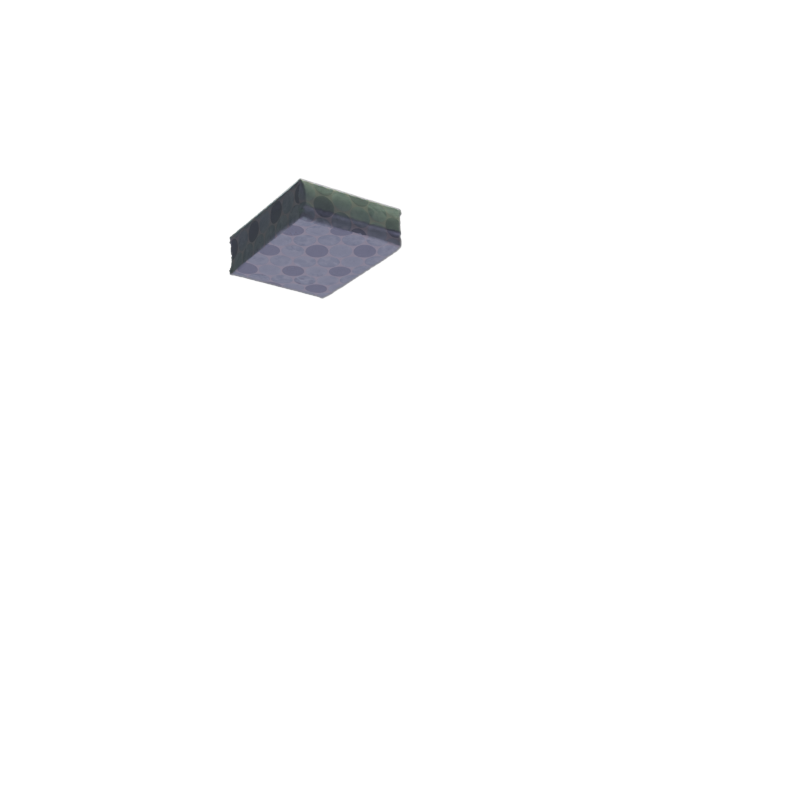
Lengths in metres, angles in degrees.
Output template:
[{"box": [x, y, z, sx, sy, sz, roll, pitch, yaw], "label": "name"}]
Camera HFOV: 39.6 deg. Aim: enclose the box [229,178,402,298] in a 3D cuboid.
[{"box": [-0.066, -0.121, 0.845, 0.086, 0.041, 0.113, 15, -27, -31], "label": "box"}]
